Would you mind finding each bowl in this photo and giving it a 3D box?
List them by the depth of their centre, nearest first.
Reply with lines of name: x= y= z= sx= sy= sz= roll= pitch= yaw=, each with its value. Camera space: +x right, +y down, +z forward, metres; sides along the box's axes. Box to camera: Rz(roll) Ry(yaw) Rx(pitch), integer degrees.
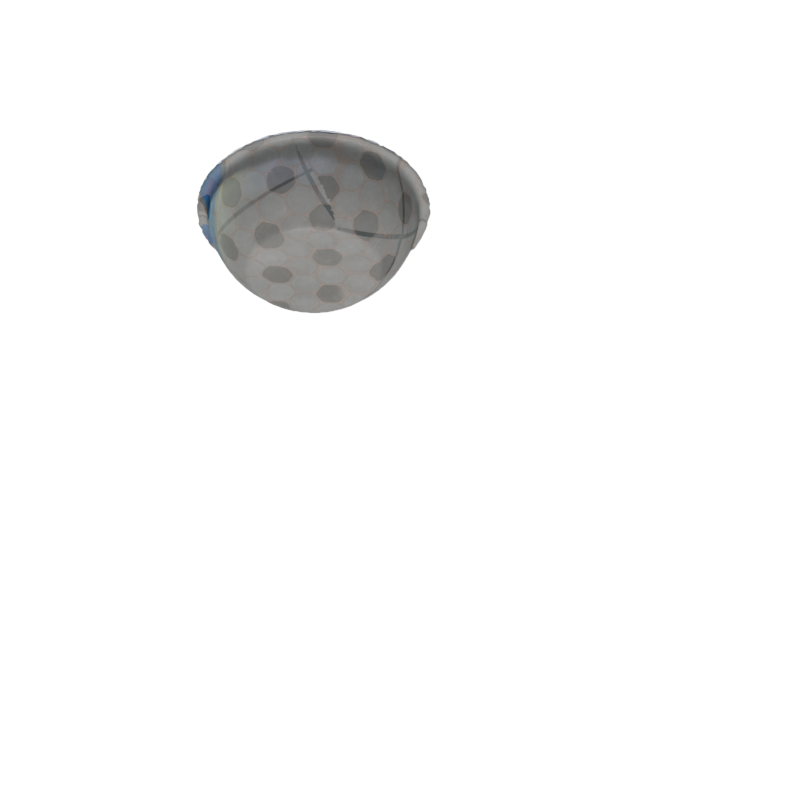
bowl: x=-0.059 y=-0.108 z=0.755 sx=0.162 sy=0.059 sz=0.151 roll=1 pitch=-35 yaw=-2
